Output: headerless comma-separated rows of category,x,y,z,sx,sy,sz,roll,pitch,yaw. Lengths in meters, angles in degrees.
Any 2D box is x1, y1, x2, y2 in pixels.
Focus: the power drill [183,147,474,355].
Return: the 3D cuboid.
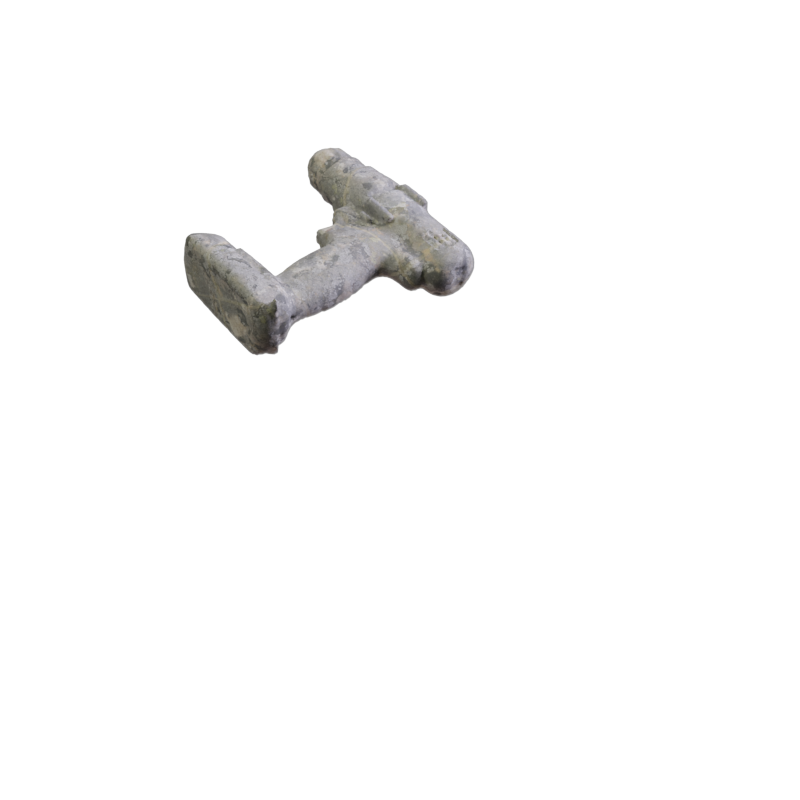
power drill,-0.066,-0.120,0.842,0.187,0.053,0.199,-26,48,-26
